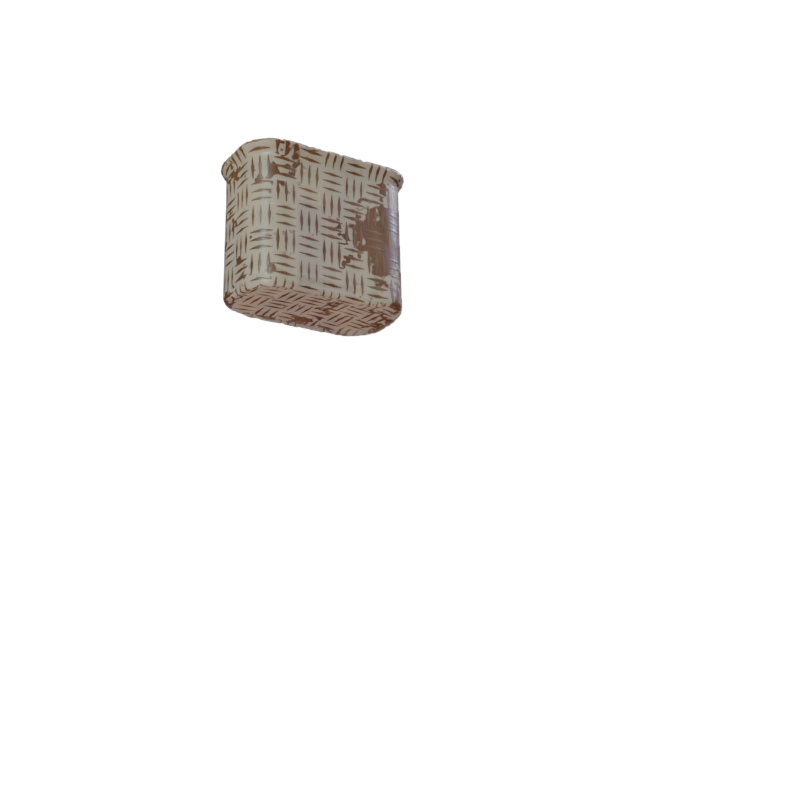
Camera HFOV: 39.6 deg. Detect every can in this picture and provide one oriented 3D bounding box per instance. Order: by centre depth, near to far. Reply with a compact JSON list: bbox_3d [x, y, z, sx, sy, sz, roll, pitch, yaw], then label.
[{"bbox_3d":[-0.048,-0.087,0.608,0.097,0.088,0.057,11,-24,-29],"label":"can"}]
